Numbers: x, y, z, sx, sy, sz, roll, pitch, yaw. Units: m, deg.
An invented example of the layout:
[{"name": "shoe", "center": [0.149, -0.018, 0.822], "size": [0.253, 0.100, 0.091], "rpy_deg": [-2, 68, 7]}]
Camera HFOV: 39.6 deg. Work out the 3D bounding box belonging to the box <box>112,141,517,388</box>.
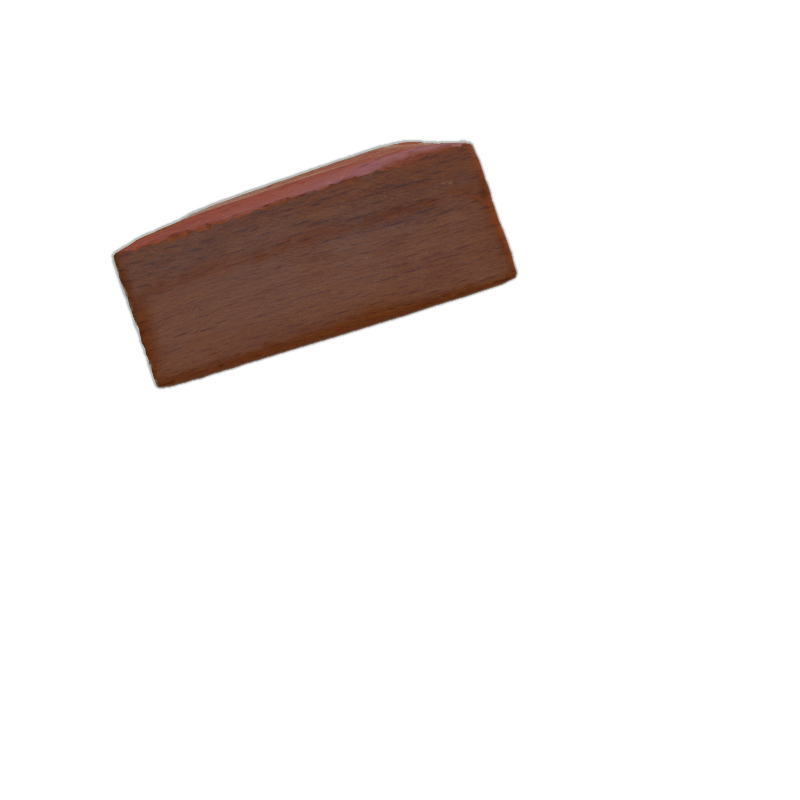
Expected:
[{"name": "box", "center": [-0.045, -0.082, 0.572], "size": [0.164, 0.070, 0.219], "rpy_deg": [-18, 13, 1]}]
